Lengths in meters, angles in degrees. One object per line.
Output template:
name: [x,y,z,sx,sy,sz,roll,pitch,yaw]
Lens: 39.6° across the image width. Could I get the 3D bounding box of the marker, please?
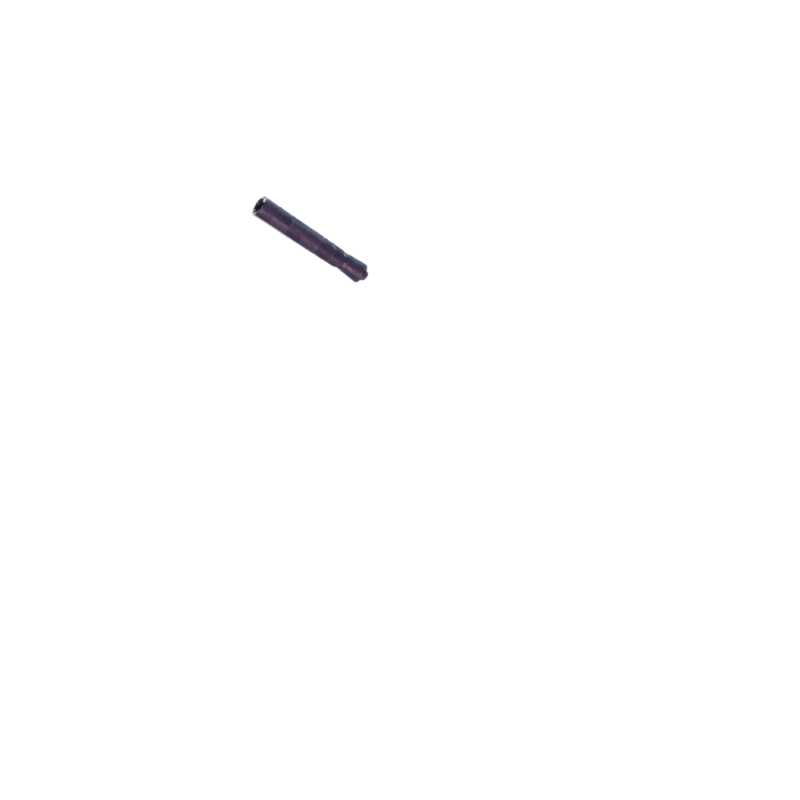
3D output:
marker: [-0.075,-0.136,0.955,0.114,0.020,0.020,31,-12,-26]
